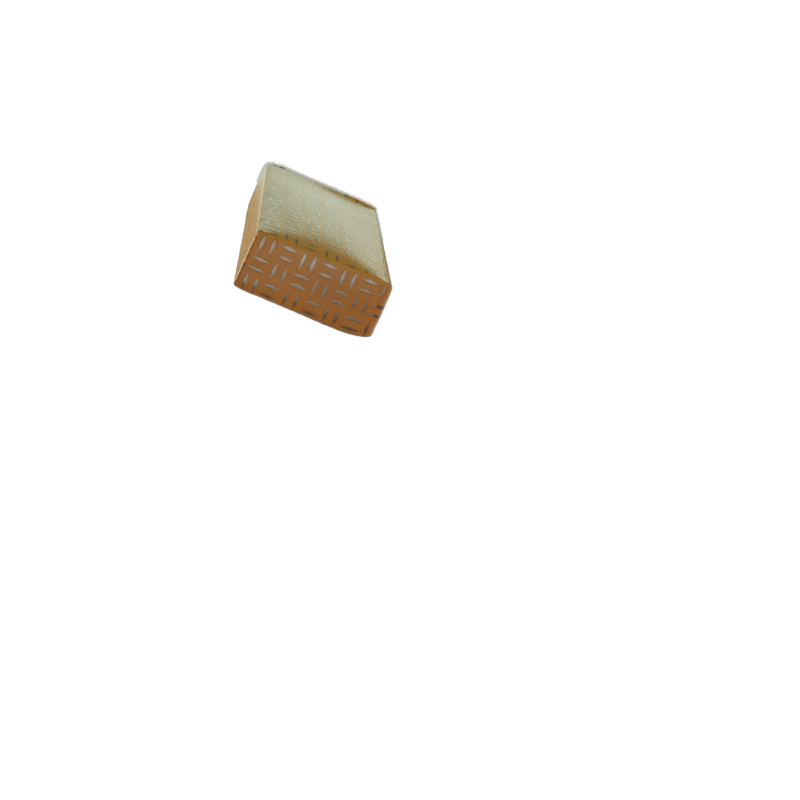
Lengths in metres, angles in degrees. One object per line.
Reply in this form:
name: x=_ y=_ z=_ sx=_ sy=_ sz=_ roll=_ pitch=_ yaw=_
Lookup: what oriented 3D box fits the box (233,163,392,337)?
box: x=-0.059 y=-0.108 z=0.755 sx=0.091 sy=0.047 sz=0.186 roll=21 pitch=23 yaw=-13
